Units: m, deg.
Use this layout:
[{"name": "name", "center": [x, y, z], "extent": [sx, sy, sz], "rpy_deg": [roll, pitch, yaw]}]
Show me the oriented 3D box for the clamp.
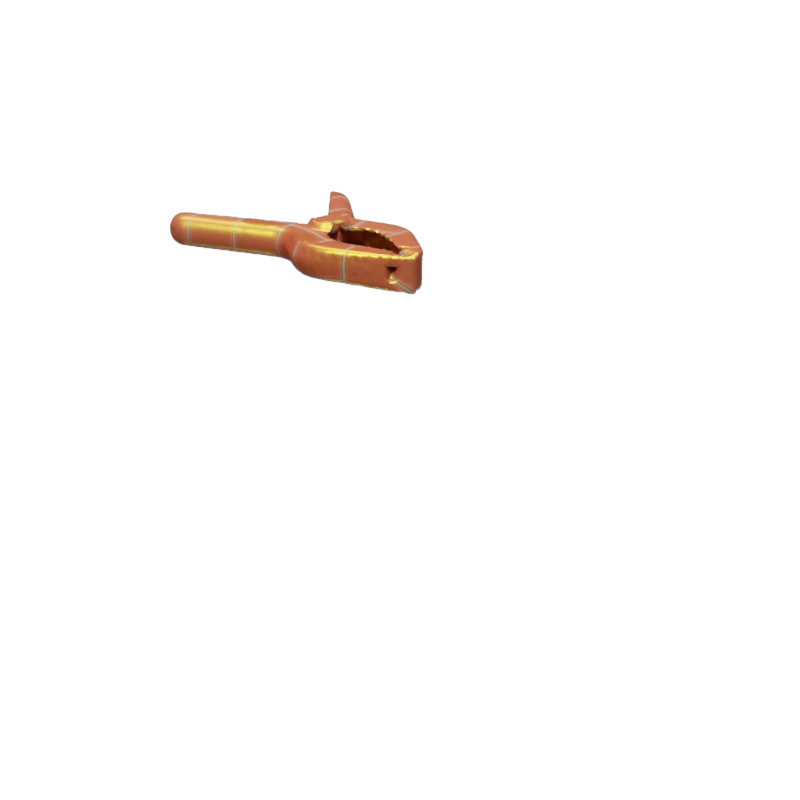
[{"name": "clamp", "center": [-0.064, -0.117, 0.820], "extent": [0.161, 0.035, 0.224], "rpy_deg": [-13, 26, -28]}]
